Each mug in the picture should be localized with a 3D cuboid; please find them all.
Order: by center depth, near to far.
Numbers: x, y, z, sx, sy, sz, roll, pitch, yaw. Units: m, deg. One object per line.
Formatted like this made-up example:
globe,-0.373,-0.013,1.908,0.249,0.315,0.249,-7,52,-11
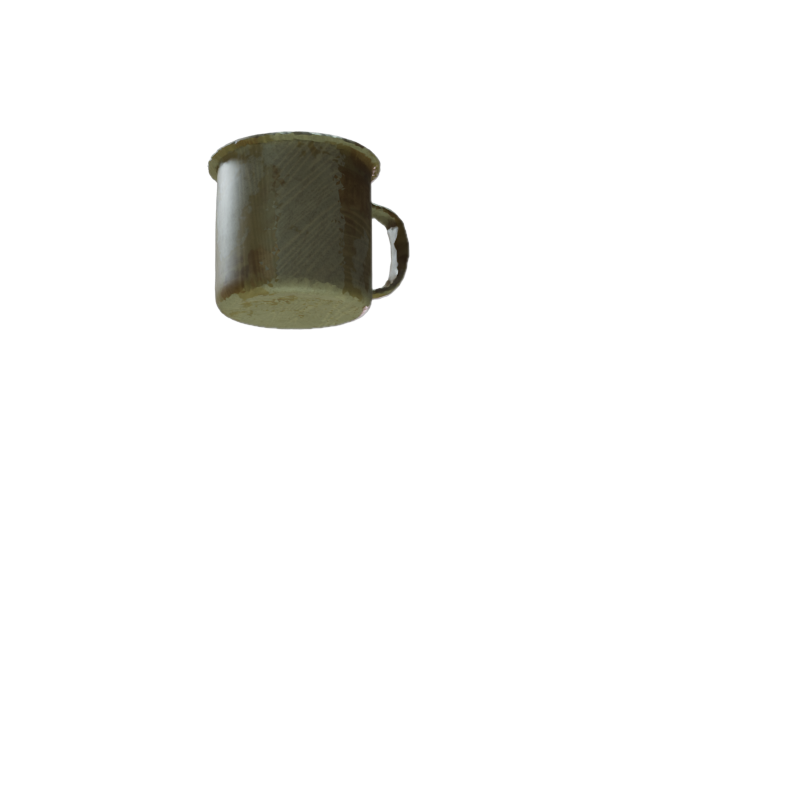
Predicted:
mug,-0.046,-0.084,0.588,0.112,0.085,0.094,9,-17,-33
